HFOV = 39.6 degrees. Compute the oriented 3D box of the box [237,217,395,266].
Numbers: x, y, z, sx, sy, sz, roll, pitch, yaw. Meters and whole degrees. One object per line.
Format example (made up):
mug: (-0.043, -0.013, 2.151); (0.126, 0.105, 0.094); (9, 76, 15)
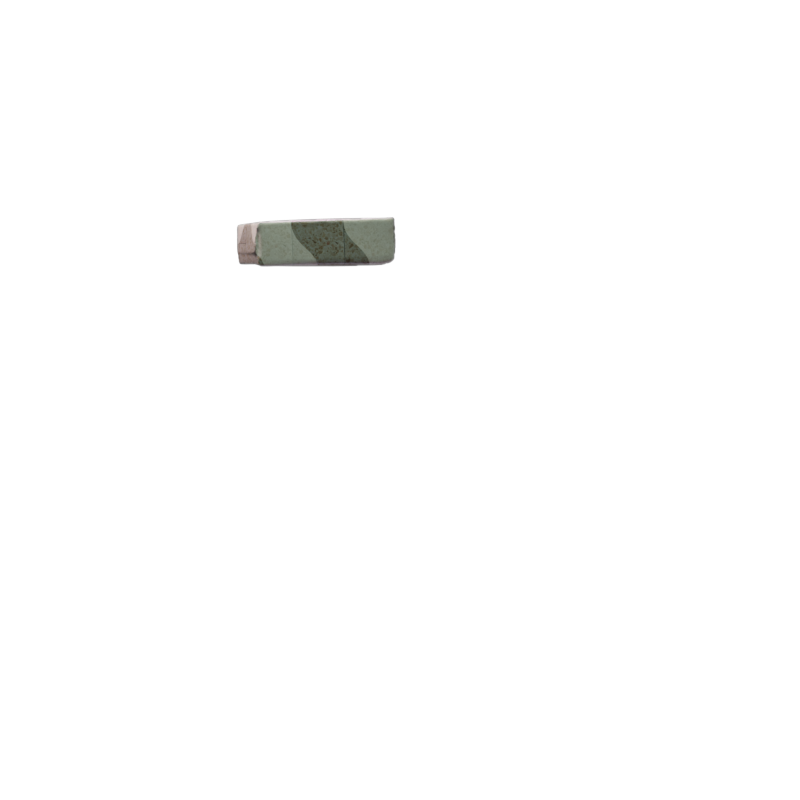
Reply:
box: (-0.070, -0.128, 0.896); (0.111, 0.039, 0.092); (-2, 8, -16)
